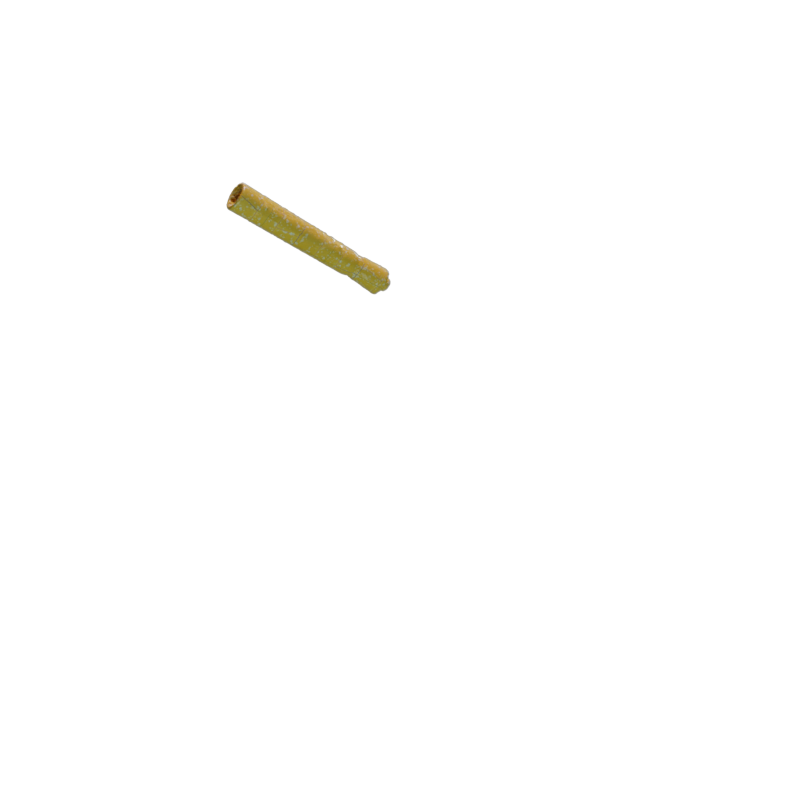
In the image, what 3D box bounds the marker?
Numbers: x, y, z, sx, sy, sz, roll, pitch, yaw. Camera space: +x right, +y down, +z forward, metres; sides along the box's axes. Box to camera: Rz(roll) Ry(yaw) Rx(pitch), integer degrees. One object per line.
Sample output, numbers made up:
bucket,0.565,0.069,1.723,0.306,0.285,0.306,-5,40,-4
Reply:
marker,-0.054,-0.099,0.694,0.115,0.020,0.020,28,-10,-26
